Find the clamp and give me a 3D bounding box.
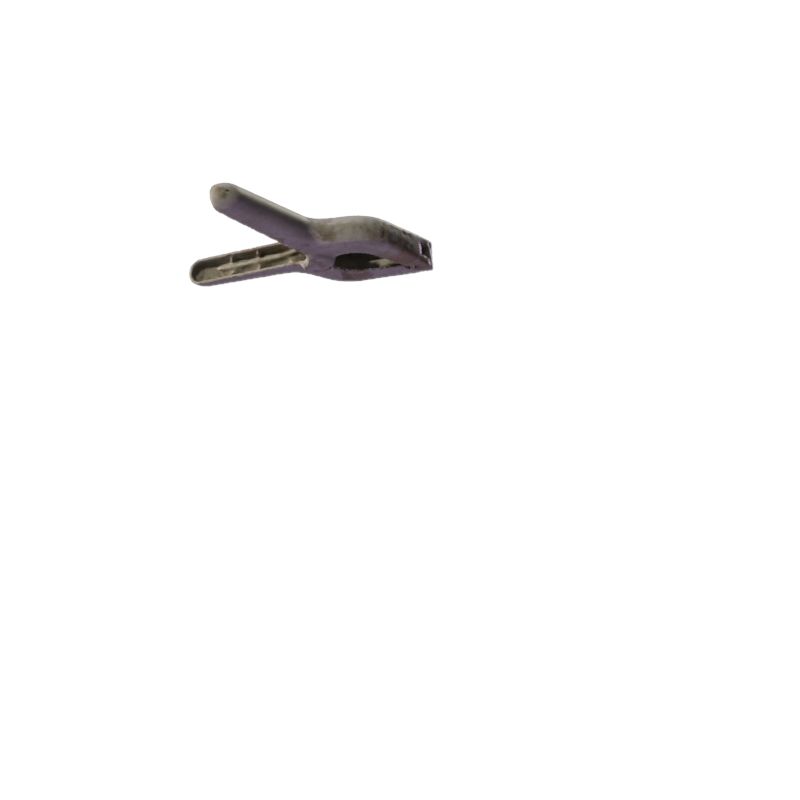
[{"bbox_3d":[-0.073,-0.133,0.932,0.208,0.038,0.158,2,-18,-6],"label":"clamp"}]
